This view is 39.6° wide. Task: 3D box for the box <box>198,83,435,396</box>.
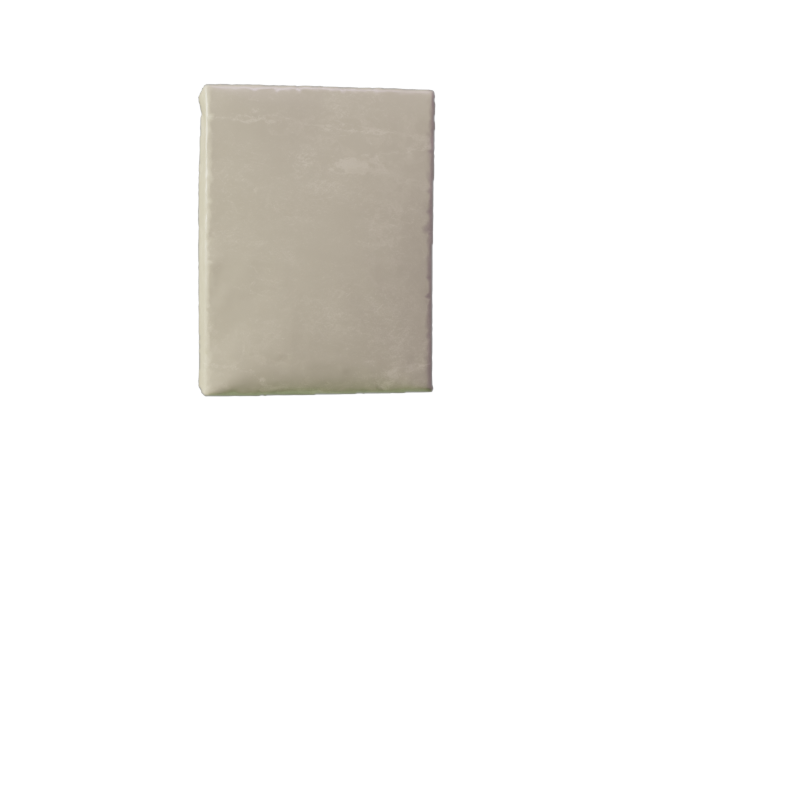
[{"bbox_3d":[-0.062,-0.113,0.791,0.162,0.214,0.073,-1,0,-12],"label":"box"}]
